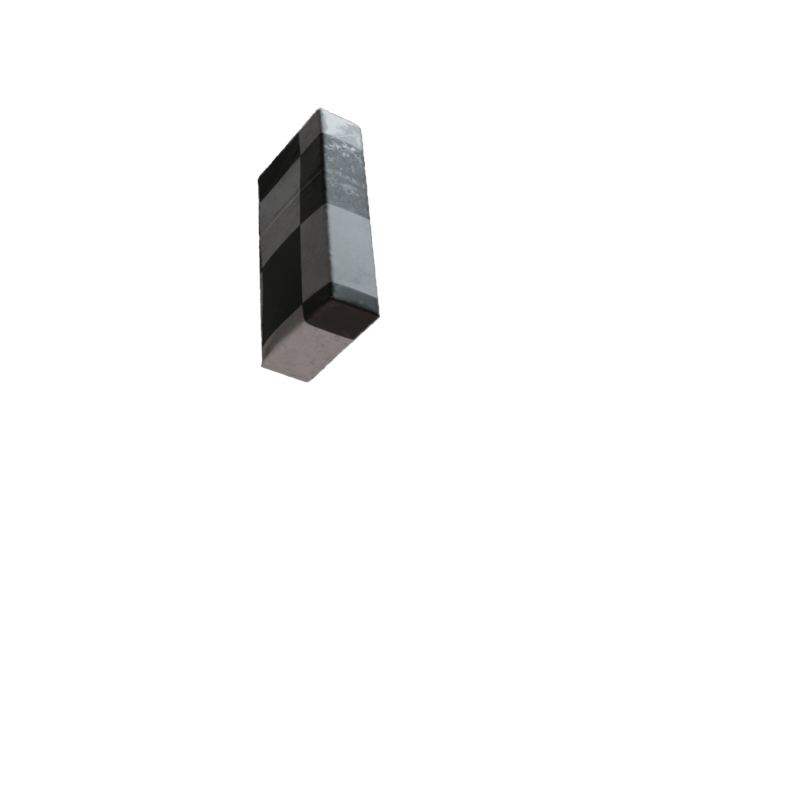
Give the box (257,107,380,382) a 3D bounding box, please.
[{"bbox_3d":[-0.061,-0.112,0.784,0.046,0.189,0.091,22,-43,-29],"label":"box"}]
